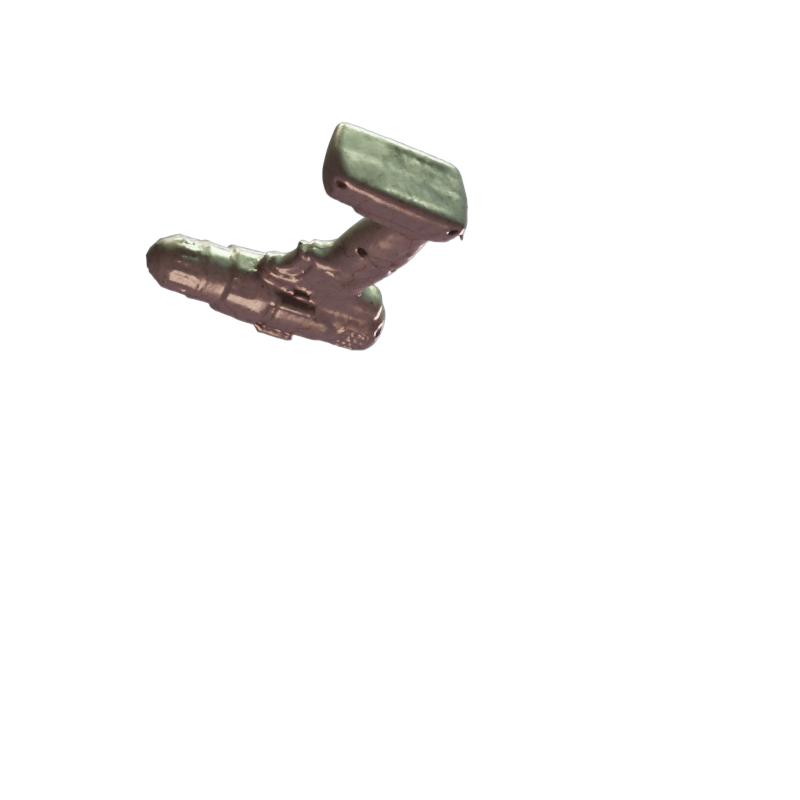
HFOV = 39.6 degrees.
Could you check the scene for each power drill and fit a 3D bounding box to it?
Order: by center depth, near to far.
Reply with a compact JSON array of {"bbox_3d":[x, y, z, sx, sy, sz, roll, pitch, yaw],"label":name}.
[{"bbox_3d":[-0.059,-0.107,0.753,0.176,0.061,0.184,16,-33,-27],"label":"power drill"}]
